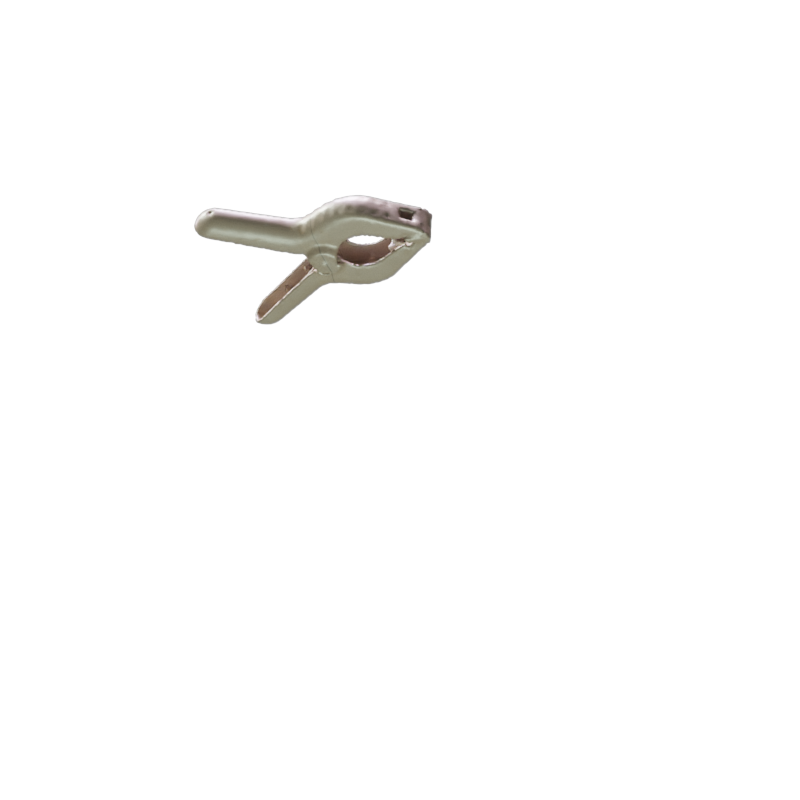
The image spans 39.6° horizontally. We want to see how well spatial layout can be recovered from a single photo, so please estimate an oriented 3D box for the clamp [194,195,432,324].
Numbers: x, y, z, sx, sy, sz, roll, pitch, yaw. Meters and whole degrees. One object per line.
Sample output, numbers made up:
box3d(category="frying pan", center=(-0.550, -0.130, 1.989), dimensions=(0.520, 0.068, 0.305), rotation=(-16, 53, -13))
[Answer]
box3d(category="clamp", center=(-0.064, -0.117, 0.822), dimensions=(0.173, 0.042, 0.111), rotation=(-19, -40, 24))
